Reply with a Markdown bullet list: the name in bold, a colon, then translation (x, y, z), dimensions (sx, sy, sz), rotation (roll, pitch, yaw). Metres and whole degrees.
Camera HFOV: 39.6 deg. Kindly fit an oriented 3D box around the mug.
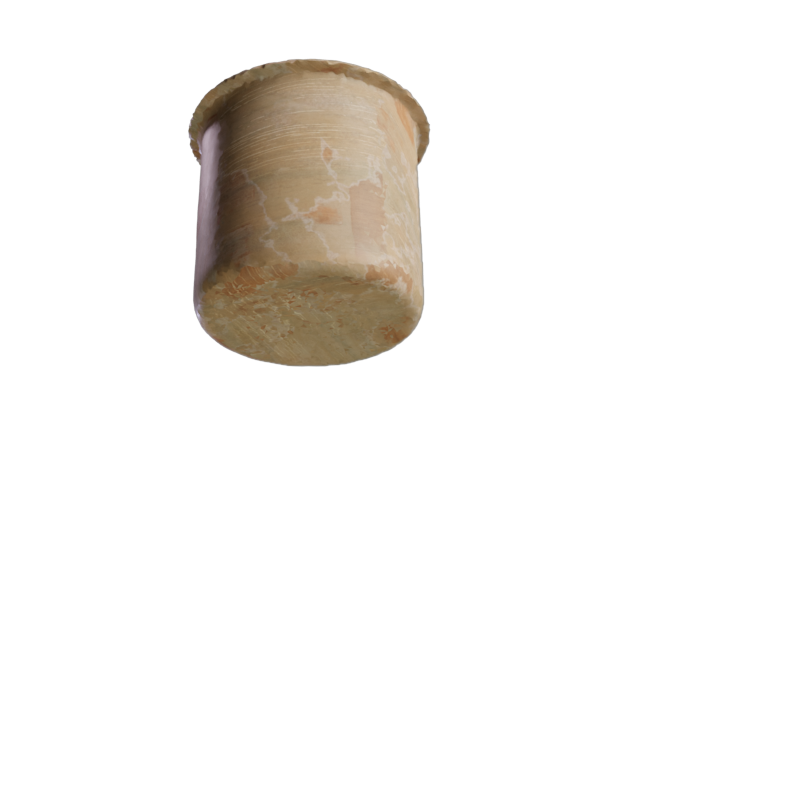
- **mug**: translation (-0.033, -0.060, 0.418), dimensions (0.094, 0.087, 0.109), rotation (-3, -27, 4)
